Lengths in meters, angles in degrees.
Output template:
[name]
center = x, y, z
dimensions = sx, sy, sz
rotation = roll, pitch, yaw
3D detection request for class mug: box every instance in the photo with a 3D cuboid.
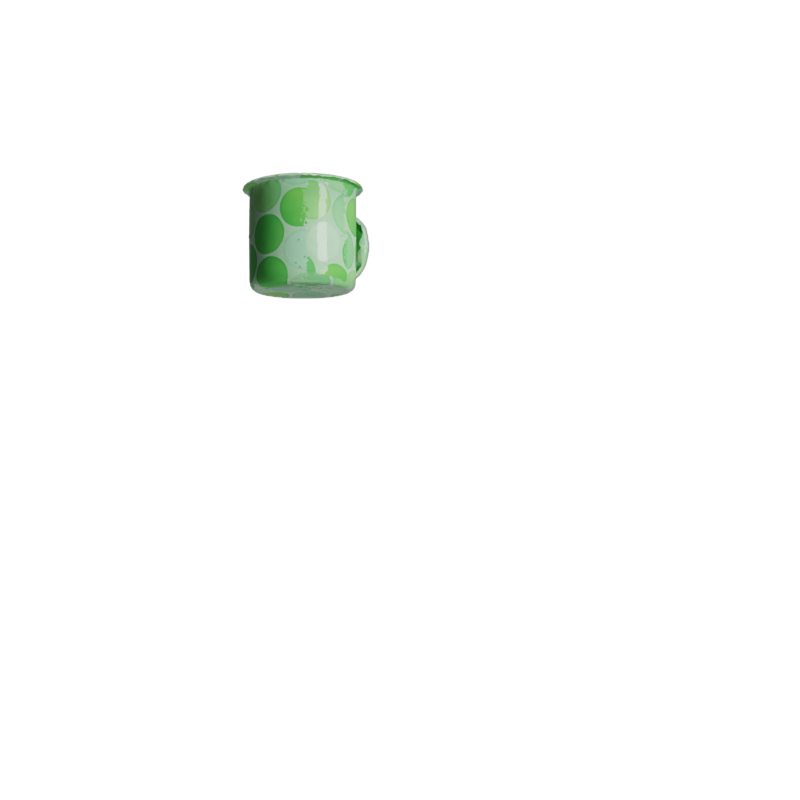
[mug]
center = -0.067, -0.123, 0.860
dimensions = 0.096, 0.084, 0.111
rotation = -7, -9, 40
